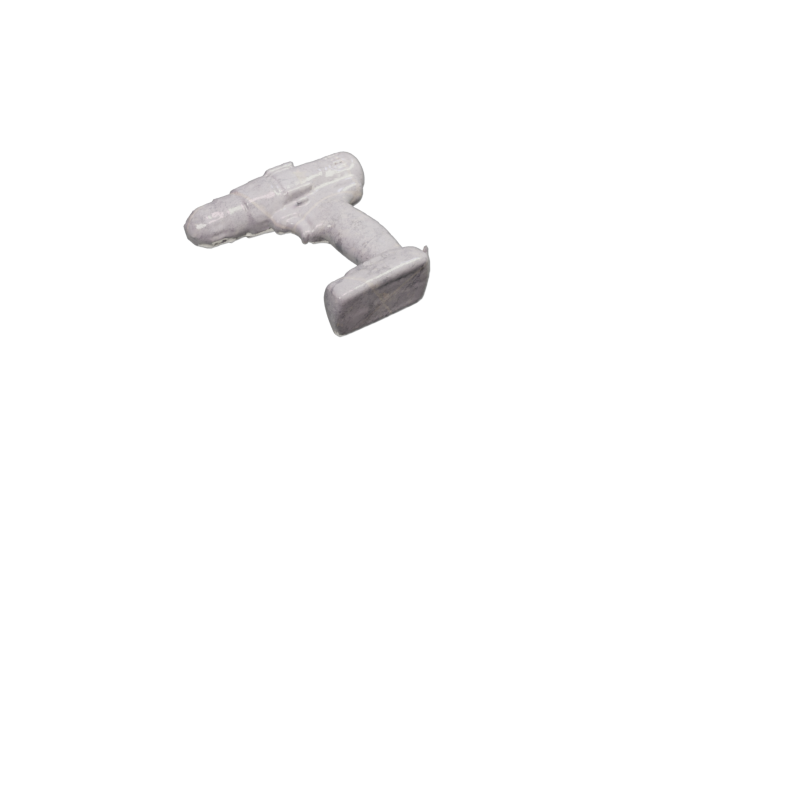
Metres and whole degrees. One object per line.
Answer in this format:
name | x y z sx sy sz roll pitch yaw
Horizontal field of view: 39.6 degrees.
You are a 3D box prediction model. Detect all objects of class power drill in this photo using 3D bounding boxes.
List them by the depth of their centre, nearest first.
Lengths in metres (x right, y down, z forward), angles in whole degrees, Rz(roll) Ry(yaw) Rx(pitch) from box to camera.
power drill | -0.078 -0.142 0.995 0.184 0.053 0.202 -26 53 -22
